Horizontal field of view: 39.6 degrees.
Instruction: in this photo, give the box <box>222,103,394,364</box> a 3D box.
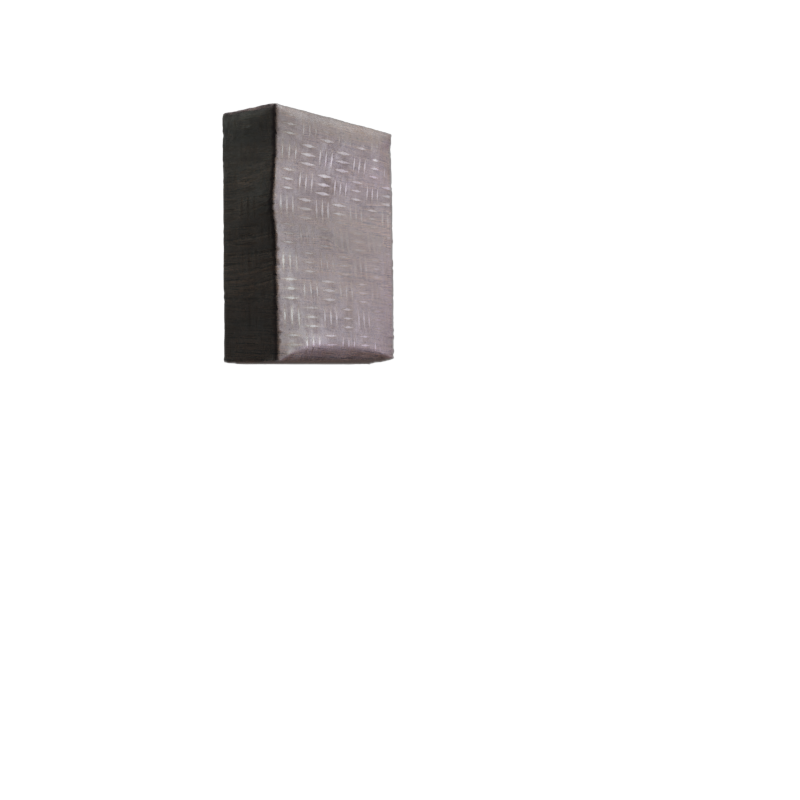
[{"bbox_3d":[-0.076,-0.139,0.971,0.074,0.217,0.157,-5,-6,38],"label":"box"}]
